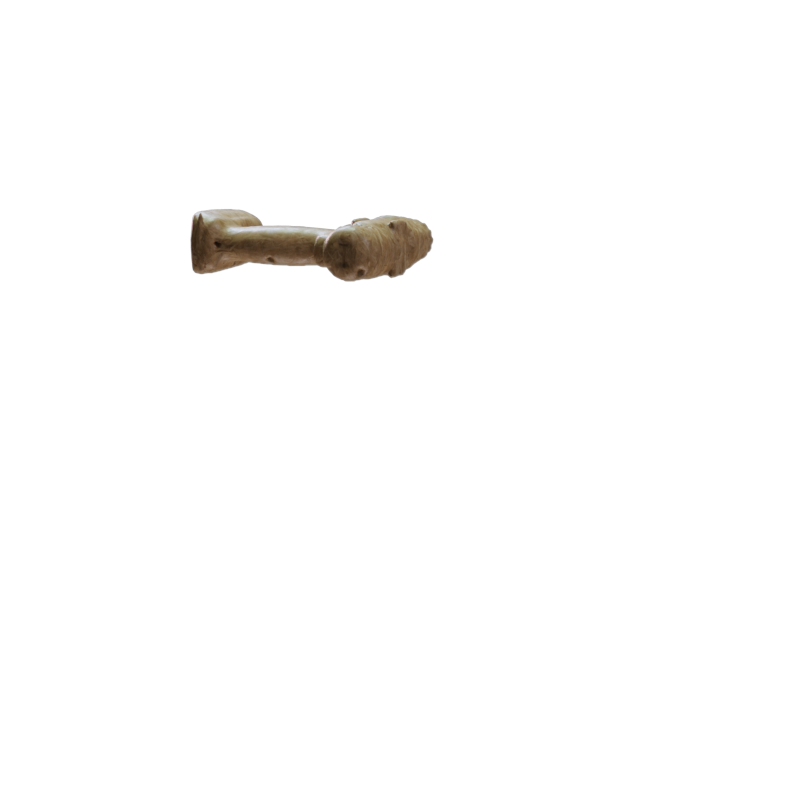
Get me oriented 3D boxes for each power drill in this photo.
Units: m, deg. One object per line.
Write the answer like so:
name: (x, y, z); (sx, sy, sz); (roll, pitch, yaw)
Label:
power drill: (-0.077, -0.141, 0.988); (0.193, 0.057, 0.182); (4, 11, 21)
